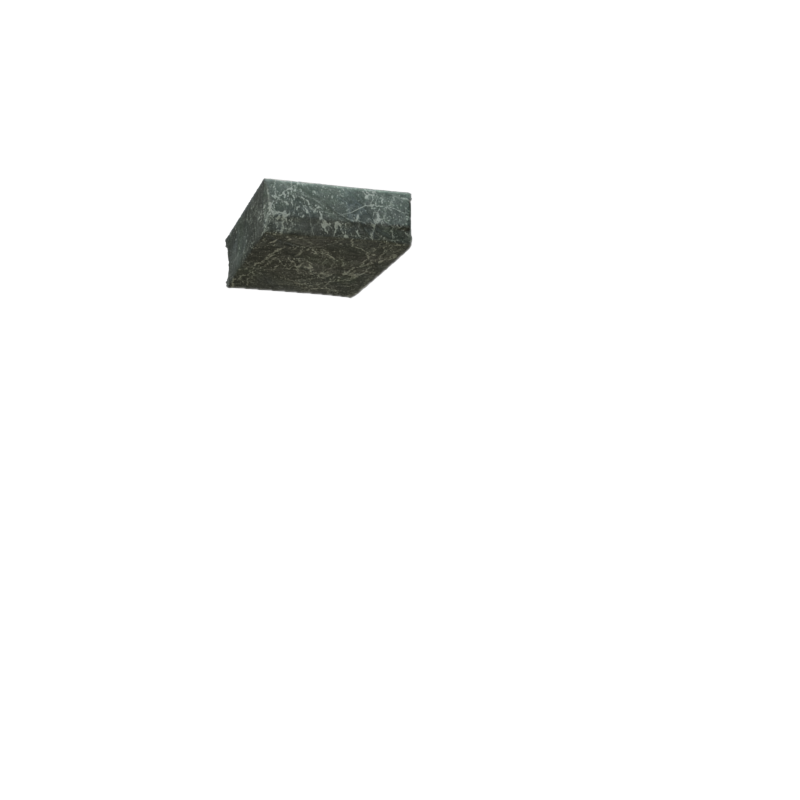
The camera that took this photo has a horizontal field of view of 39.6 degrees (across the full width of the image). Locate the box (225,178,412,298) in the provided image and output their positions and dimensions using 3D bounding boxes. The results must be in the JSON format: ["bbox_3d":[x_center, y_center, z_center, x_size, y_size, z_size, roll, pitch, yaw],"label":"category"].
[{"bbox_3d":[-0.053,-0.097,0.678,0.088,0.041,0.112,5,-15,-18],"label":"box"}]
